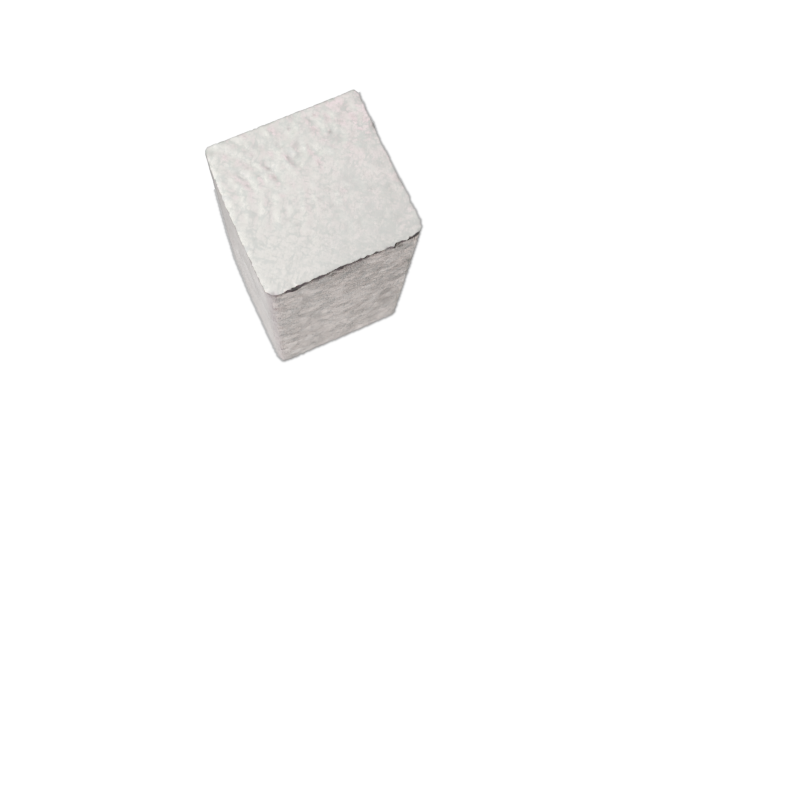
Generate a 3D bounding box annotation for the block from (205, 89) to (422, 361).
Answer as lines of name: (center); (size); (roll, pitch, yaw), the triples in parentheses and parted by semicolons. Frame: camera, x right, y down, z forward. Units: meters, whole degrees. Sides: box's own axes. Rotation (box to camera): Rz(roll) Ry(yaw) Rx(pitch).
block: (-0.053, -0.095, 0.673); (0.090, 0.093, 0.201); (-23, -7, -7)
